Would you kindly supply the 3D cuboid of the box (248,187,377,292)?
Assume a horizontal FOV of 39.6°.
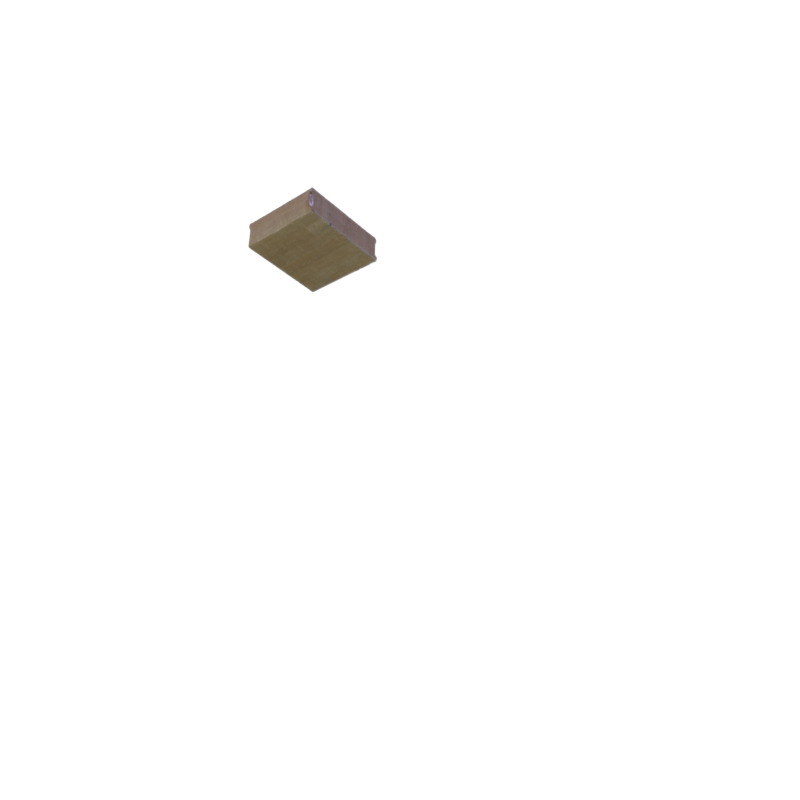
[{"bbox_3d":[-0.075,-0.136,0.956,0.073,0.032,0.083,-25,-42,31],"label":"box"}]
